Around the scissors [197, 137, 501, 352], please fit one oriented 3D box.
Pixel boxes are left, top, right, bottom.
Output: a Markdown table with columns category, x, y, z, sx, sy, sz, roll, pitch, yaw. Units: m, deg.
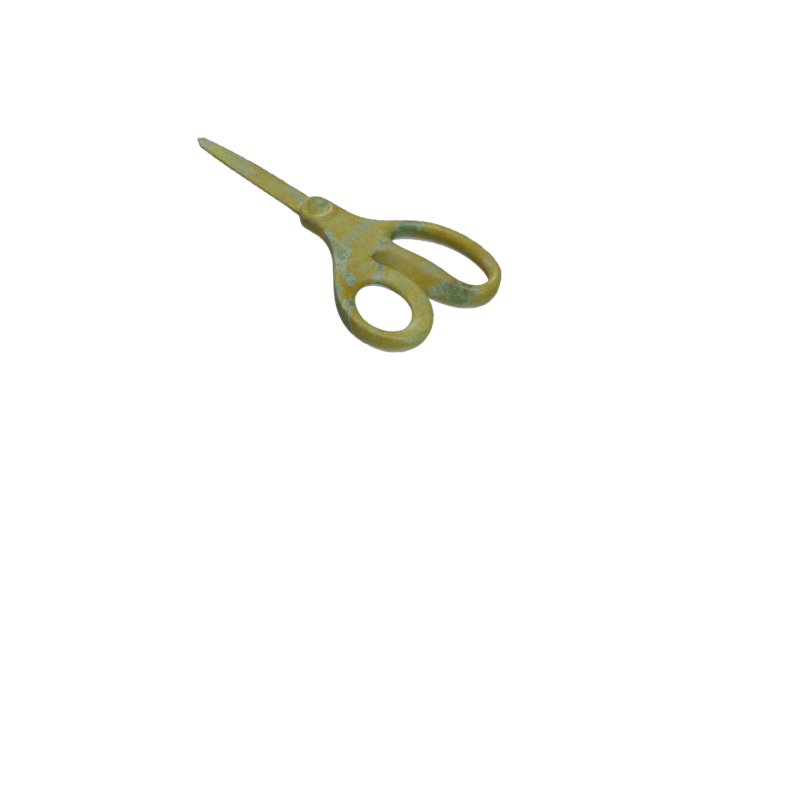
| category | x | y | z | sx | sy | sz | roll | pitch | yaw |
| --- | --- | --- | --- | --- | --- | --- | --- | --- | --- |
| scissors | -0.047 | -0.085 | 0.598 | 0.209 | 0.015 | 0.099 | 21 | 52 | 18 |
